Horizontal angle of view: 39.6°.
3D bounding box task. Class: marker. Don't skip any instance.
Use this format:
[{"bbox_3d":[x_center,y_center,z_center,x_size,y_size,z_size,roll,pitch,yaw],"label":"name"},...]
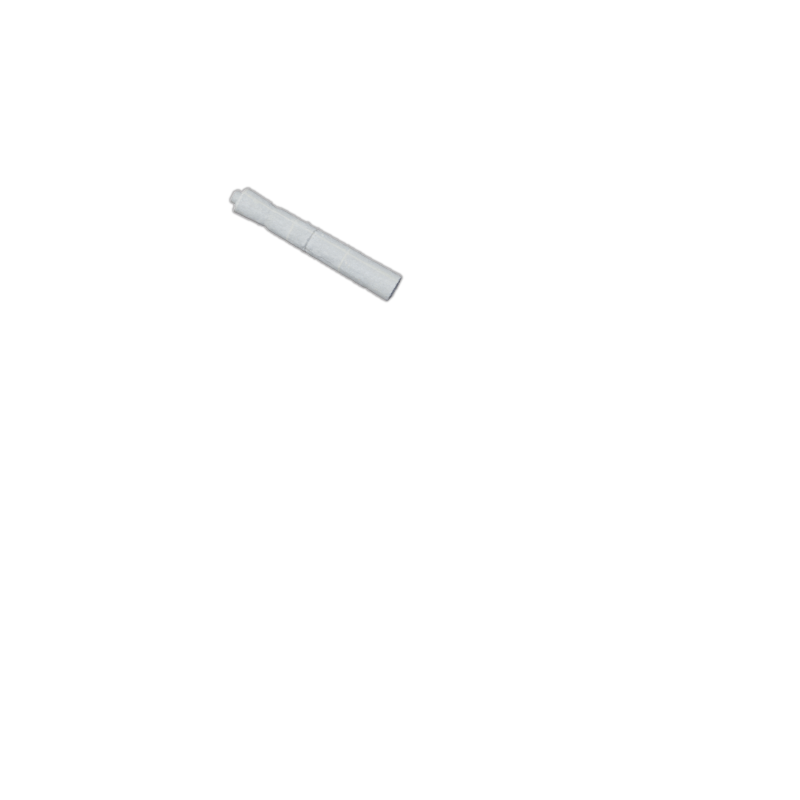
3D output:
[{"bbox_3d":[-0.055,-0.101,0.706,0.124,0.020,0.019,31,9,10],"label":"marker"}]
